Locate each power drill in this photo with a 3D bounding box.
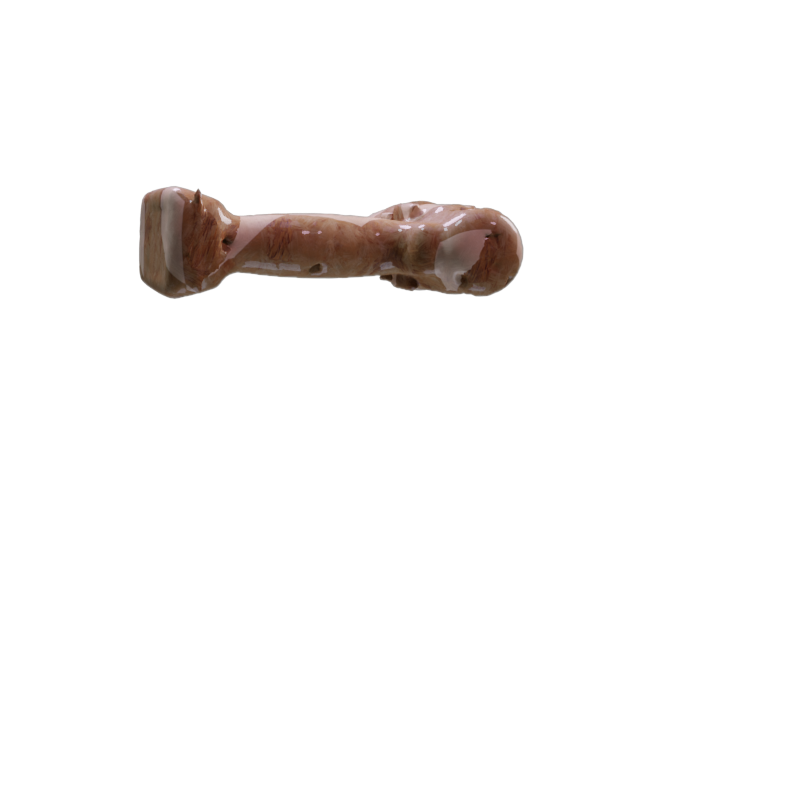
[{"bbox_3d":[-0.049,-0.089,0.624,0.183,0.057,0.190,-3,8,-19],"label":"power drill"}]
